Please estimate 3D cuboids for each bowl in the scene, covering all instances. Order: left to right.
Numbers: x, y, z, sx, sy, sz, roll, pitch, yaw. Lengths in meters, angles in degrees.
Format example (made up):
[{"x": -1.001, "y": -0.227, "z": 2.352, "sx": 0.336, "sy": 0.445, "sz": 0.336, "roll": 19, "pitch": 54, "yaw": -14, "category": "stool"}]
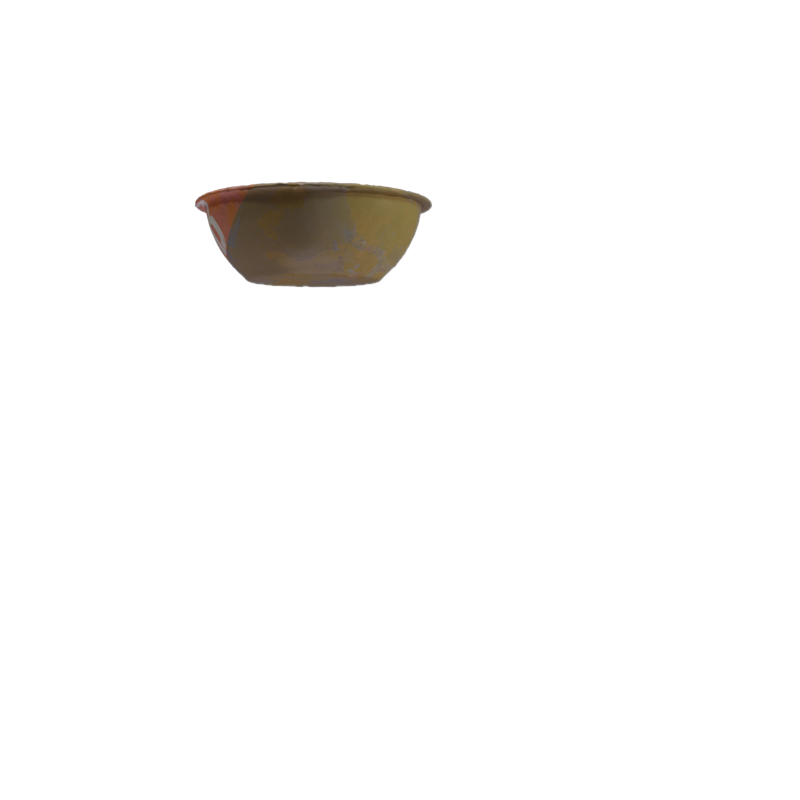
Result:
[{"x": -0.059, "y": -0.108, "z": 0.755, "sx": 0.162, "sy": 0.056, "sz": 0.161, "roll": 0, "pitch": 0, "yaw": -2, "category": "bowl"}]
